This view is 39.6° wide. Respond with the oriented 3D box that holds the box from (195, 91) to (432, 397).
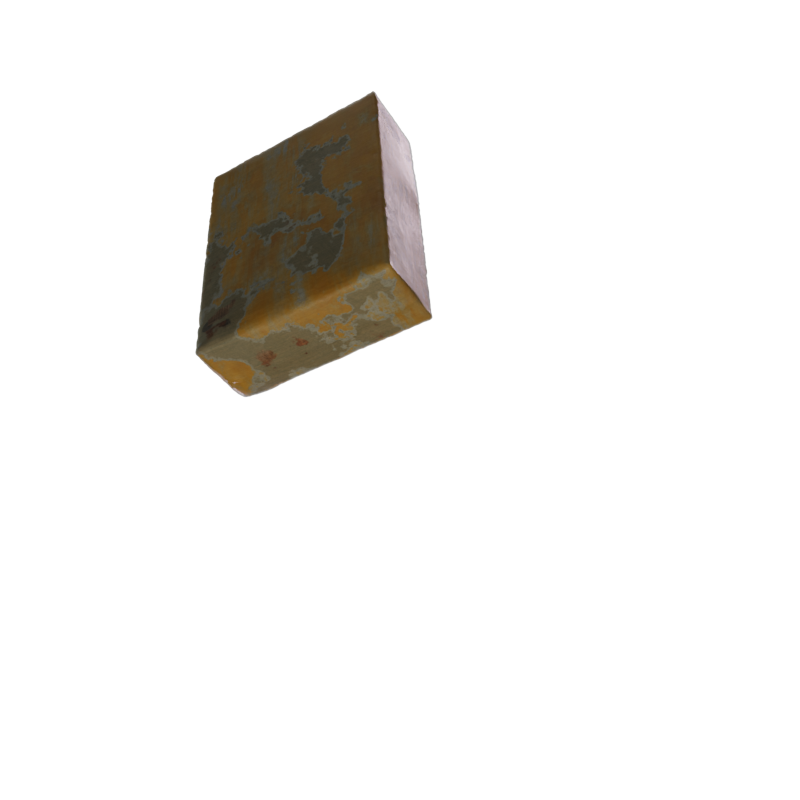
[{"bbox_3d":[-0.068,-0.123,0.863,0.165,0.230,0.067,-24,-49,19],"label":"box"}]
